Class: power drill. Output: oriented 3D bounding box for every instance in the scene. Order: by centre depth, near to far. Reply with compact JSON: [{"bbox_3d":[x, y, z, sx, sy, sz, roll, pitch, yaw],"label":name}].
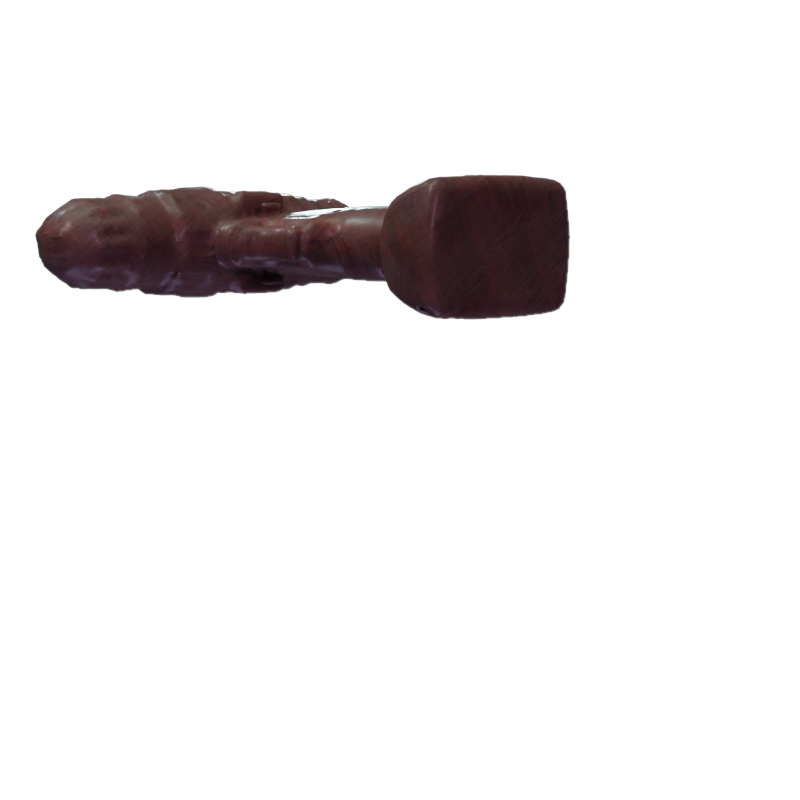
[{"bbox_3d":[-0.038,-0.069,0.484,0.196,0.056,0.179,9,14,41],"label":"power drill"}]
